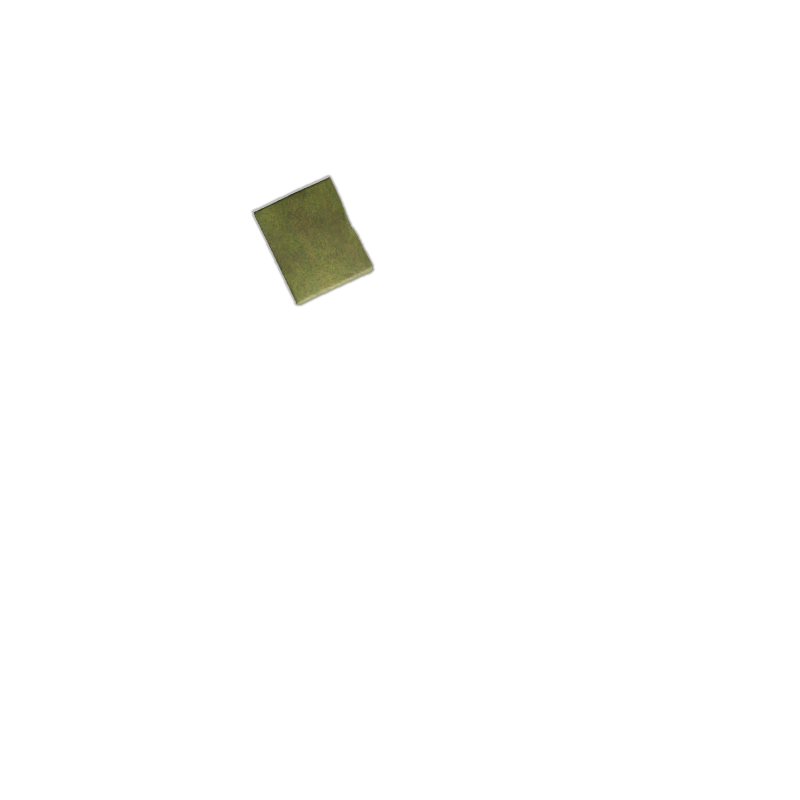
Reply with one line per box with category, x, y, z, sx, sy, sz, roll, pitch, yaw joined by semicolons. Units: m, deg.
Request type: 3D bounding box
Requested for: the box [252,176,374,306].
box;-0.074;-0.134;0.940;0.073;0.090;0.030;-25;-4;-2
